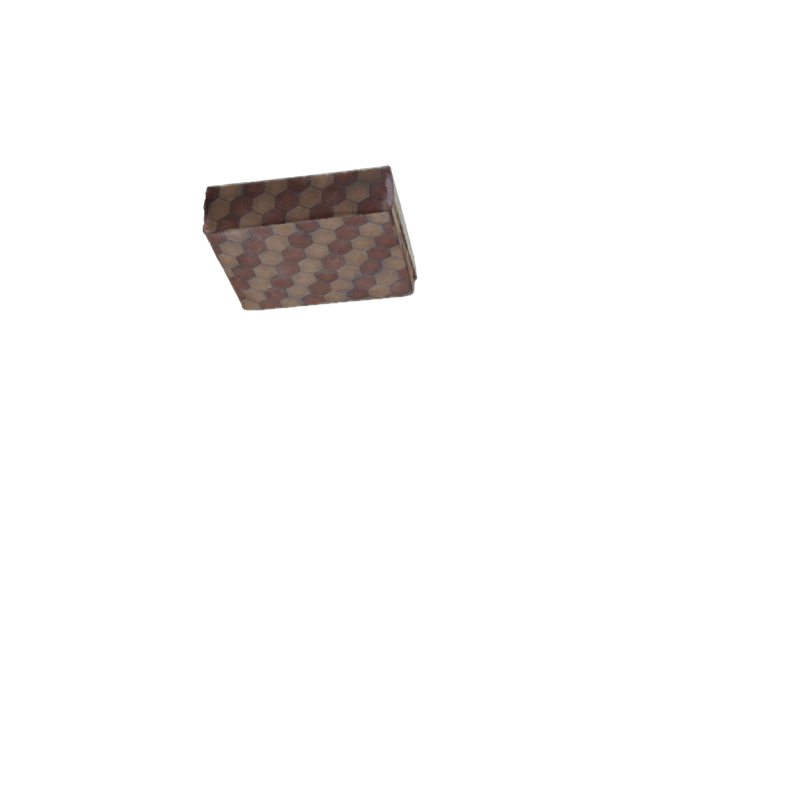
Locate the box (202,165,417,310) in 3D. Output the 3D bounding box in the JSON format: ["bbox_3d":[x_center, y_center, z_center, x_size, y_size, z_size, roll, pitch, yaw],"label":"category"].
[{"bbox_3d":[-0.052,-0.095,0.665,0.114,0.042,0.083,-6,-32,9],"label":"box"}]
